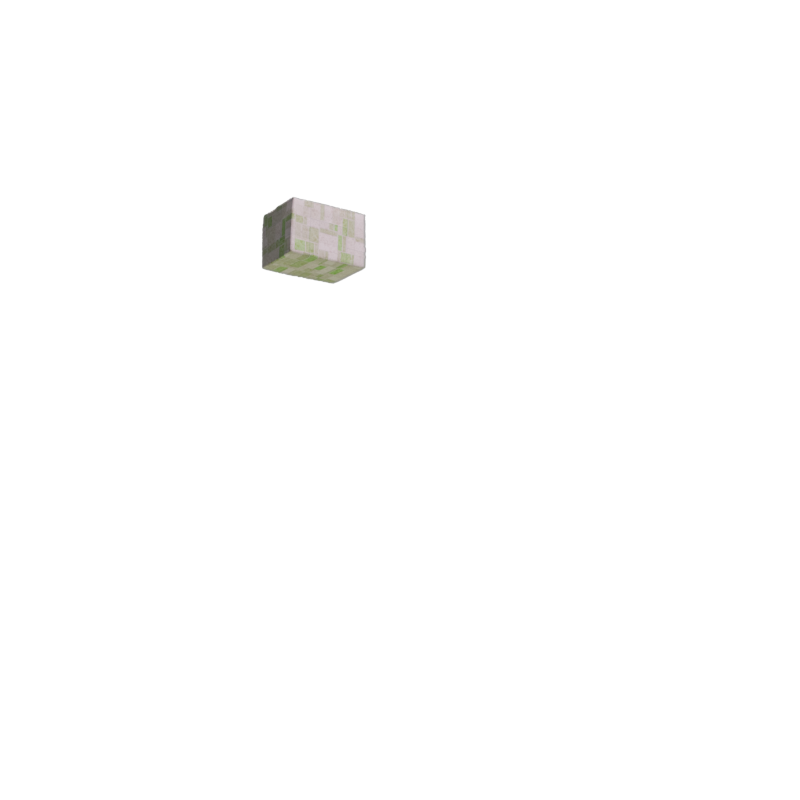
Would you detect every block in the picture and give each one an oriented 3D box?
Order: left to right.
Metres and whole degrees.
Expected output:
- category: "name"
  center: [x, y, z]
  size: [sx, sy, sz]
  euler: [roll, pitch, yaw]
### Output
- category: "block"
  center: [-0.076, -0.138, 0.968]
  size: [0.074, 0.054, 0.053]
  euler: [10, -20, -33]
